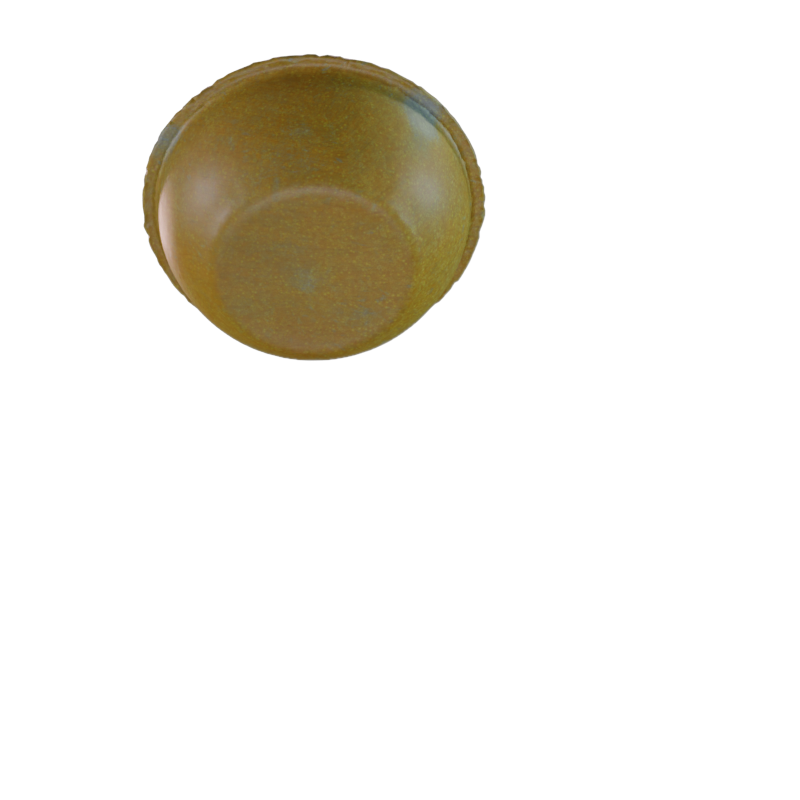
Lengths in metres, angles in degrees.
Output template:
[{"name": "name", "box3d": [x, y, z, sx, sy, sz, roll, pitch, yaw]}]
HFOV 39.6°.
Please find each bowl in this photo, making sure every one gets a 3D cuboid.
[{"name": "bowl", "box3d": [-0.039, -0.072, 0.504, 0.162, 0.152, 0.059, 1, 36, -1]}]
